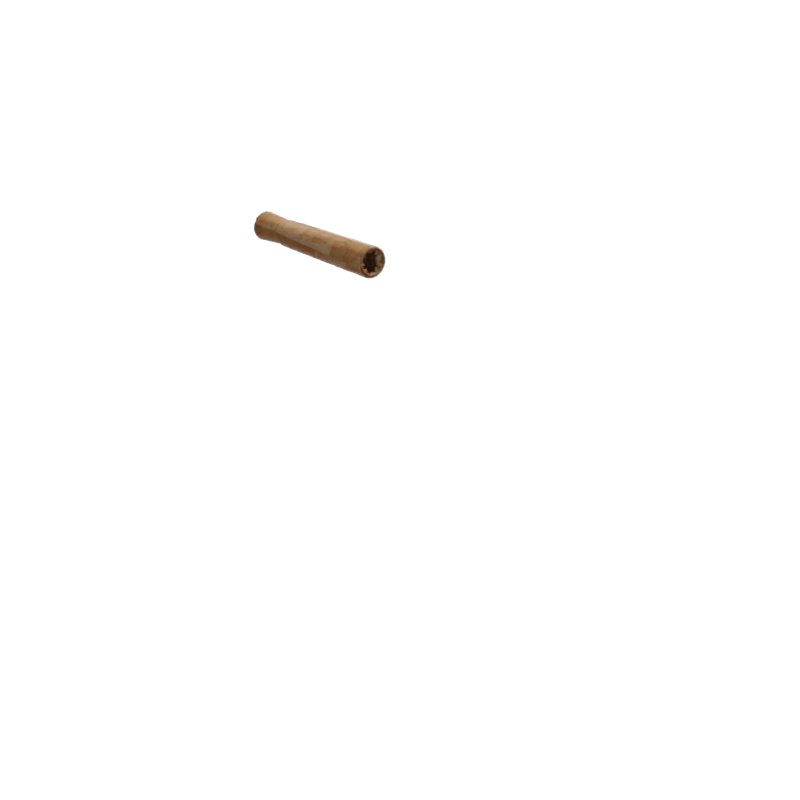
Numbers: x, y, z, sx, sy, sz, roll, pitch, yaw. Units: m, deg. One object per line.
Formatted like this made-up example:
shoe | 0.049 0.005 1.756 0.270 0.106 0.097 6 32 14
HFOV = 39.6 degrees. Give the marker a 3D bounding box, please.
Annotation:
marker | -0.053 -0.096 0.672 0.019 0.019 0.129 -3 19 -37
